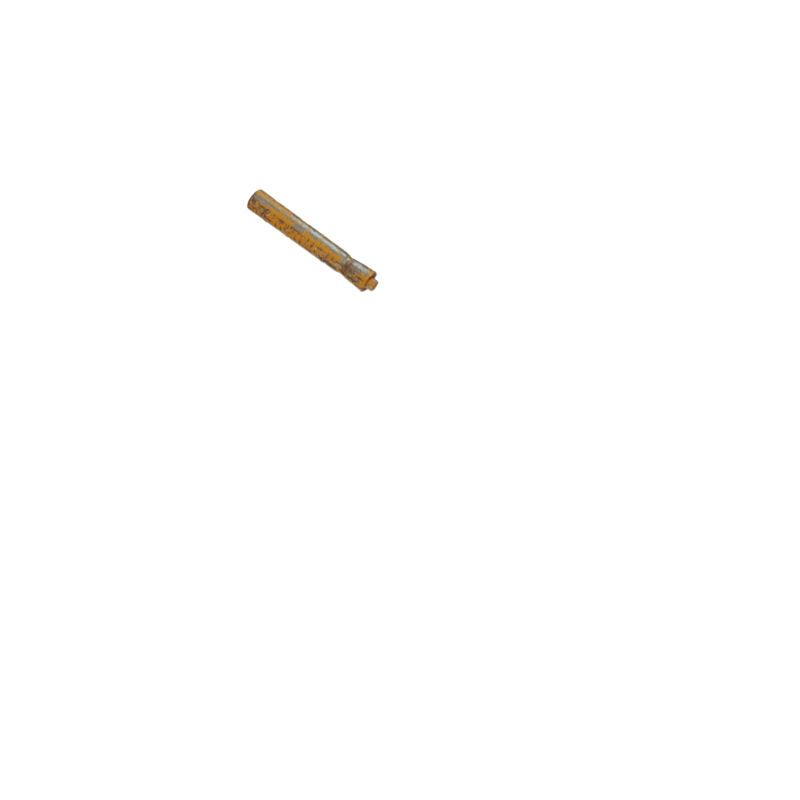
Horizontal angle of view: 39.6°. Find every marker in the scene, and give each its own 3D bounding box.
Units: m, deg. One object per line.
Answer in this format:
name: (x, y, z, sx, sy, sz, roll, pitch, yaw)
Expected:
marker: (-0.067, -0.122, 0.854, 0.126, 0.019, 0.019, 37, 15, 17)
